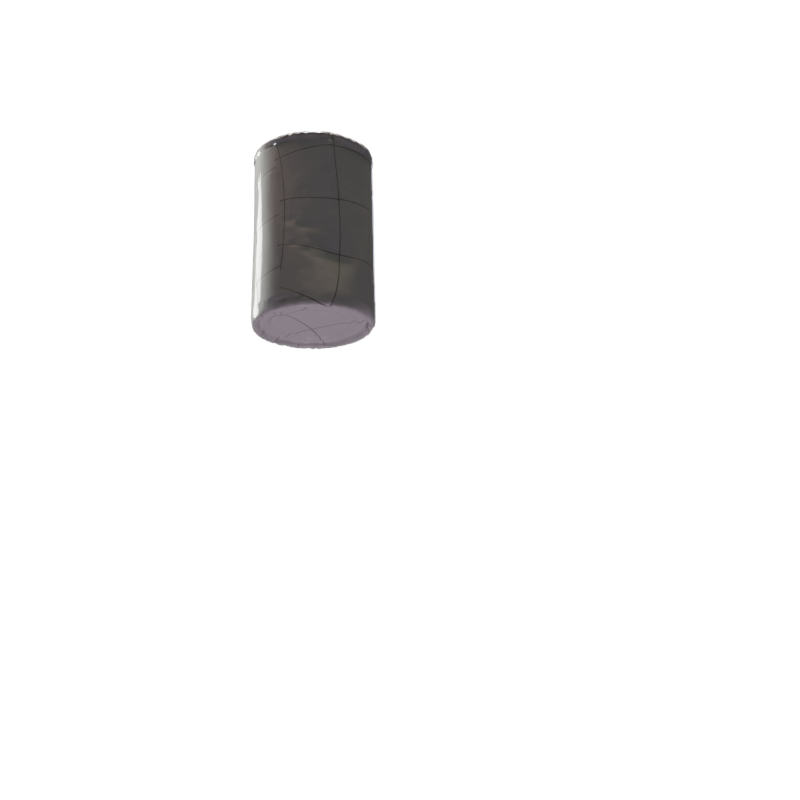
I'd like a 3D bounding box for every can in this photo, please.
[{"bbox_3d":[-0.048,-0.087,0.610,0.068,0.108,0.065,0,-22,-2],"label":"can"}]
